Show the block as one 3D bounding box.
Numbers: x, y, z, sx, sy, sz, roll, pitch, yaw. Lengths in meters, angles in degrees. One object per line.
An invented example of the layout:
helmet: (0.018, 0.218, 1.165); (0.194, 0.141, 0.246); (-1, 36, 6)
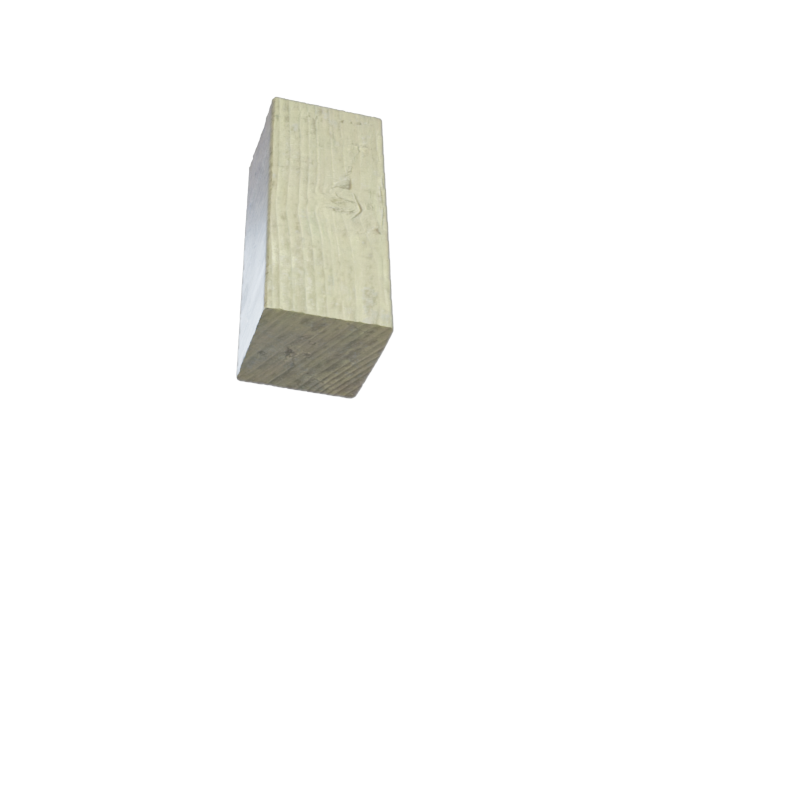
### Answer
block: (-0.064, -0.117, 0.821); (0.089, 0.221, 0.086); (9, -40, -15)
